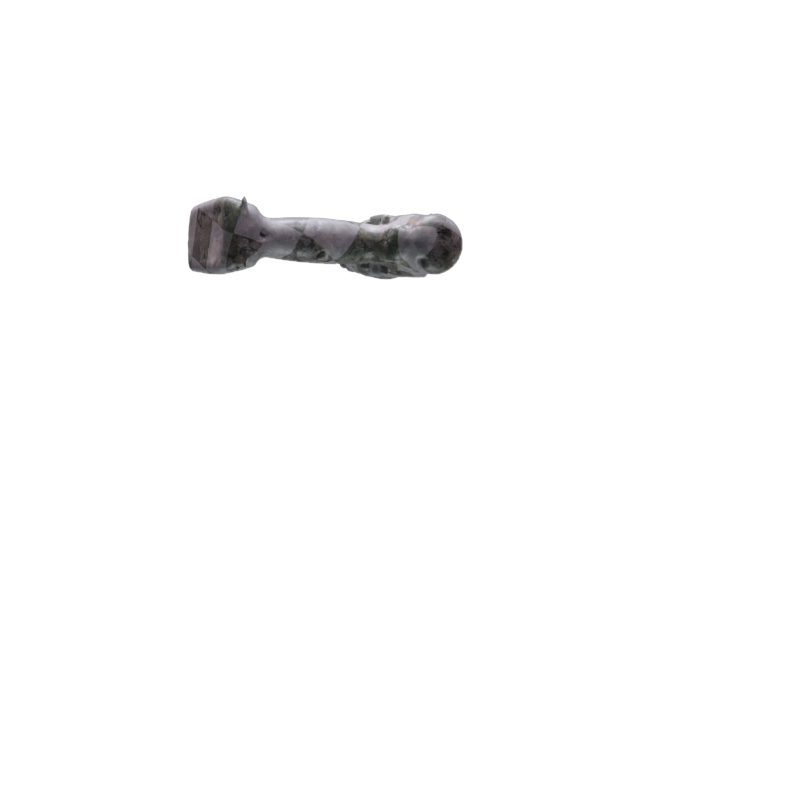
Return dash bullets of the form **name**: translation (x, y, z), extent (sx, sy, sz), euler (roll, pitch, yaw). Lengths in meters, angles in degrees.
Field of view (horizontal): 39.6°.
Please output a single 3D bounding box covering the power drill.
- **power drill**: translation (-0.069, -0.125, 0.876), extent (0.182, 0.057, 0.189), euler (-1, 4, -23)
